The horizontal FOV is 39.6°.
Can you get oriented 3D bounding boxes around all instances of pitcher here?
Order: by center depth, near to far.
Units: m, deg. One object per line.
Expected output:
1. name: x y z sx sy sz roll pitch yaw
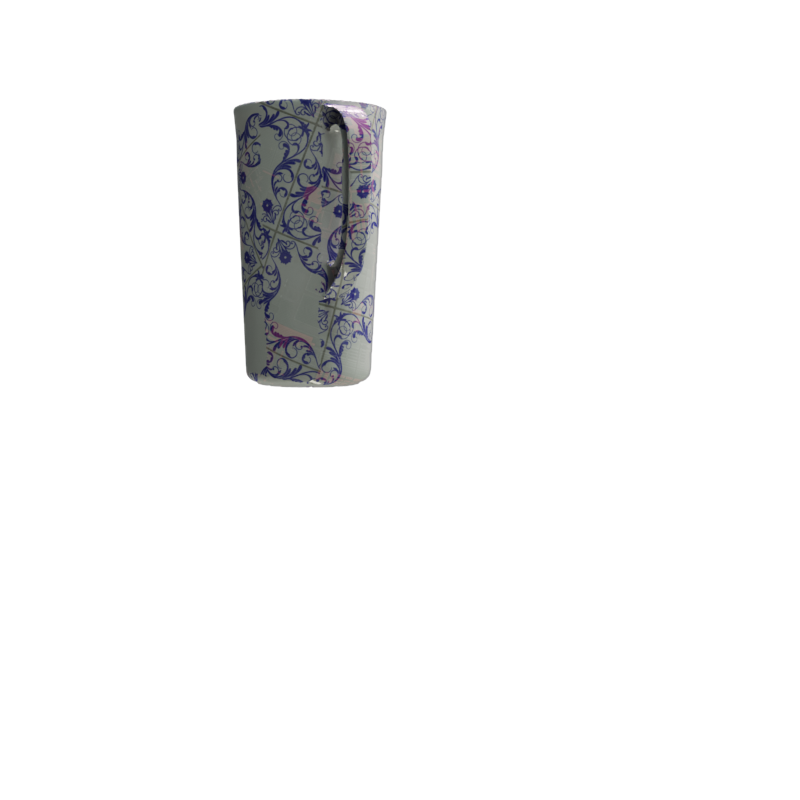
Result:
1. pitcher: -0.074 -0.135 0.949 0.148 0.244 0.145 0 0 19
